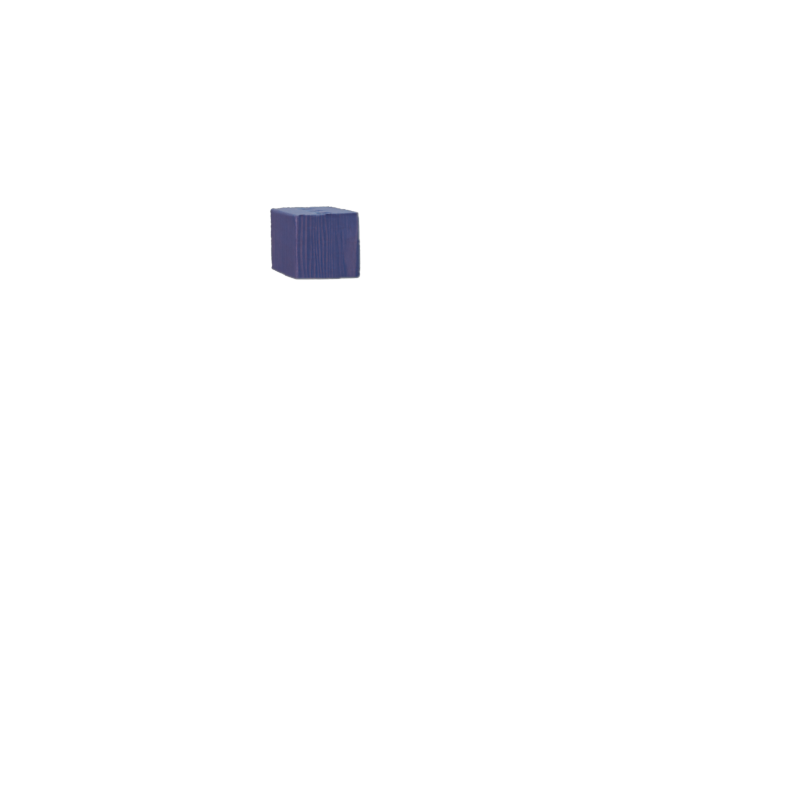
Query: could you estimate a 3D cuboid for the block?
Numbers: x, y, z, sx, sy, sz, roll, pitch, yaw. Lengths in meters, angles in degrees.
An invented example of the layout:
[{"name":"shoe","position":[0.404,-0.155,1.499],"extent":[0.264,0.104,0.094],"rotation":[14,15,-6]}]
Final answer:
[{"name":"block","position":[-0.069,-0.125,0.879],"extent":[0.051,0.050,0.081],"rotation":[-3,12,-20]}]
